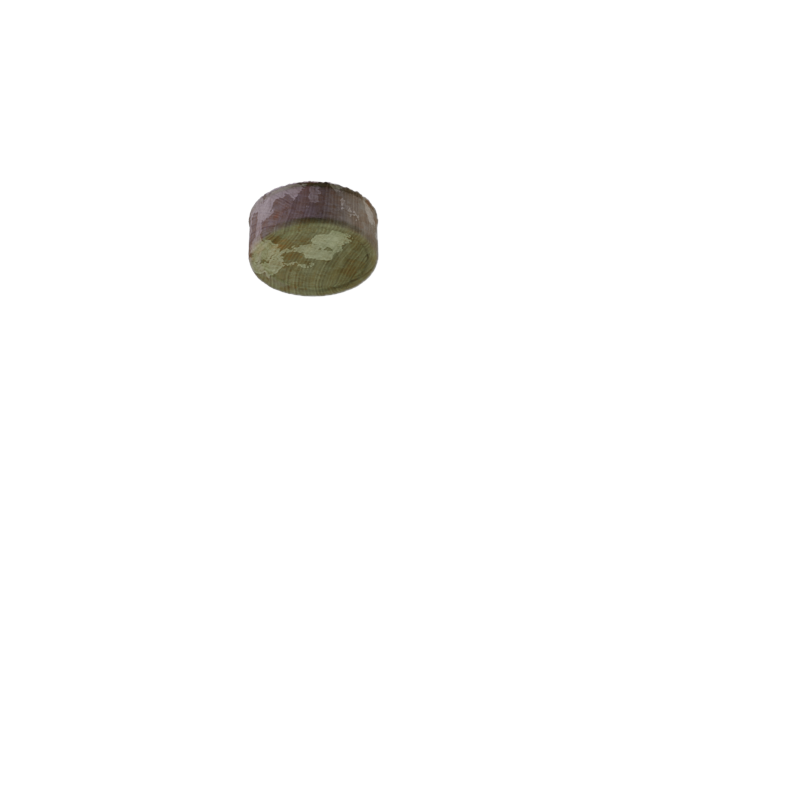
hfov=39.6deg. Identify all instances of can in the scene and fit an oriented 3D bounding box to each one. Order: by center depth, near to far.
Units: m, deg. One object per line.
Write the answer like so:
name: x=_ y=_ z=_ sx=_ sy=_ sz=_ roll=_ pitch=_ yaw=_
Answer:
can: x=-0.057 y=-0.103 z=0.725 sx=0.086 sy=0.036 sz=0.080 roll=1 pitch=-31 yaw=-2
